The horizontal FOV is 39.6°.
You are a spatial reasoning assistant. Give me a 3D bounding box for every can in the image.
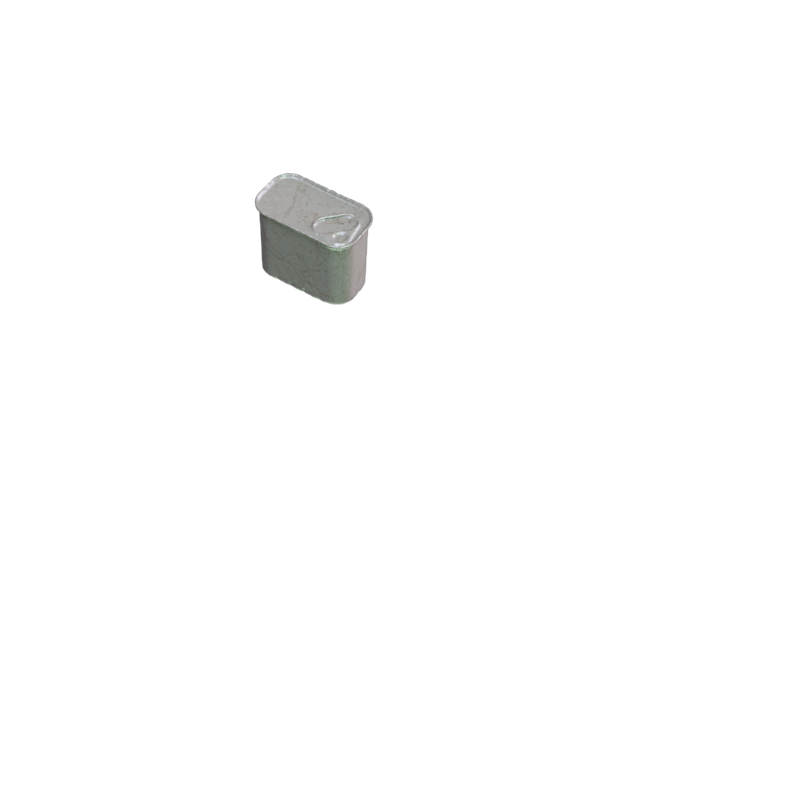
[{"bbox_3d":[-0.077,-0.140,0.981,0.106,0.059,0.078,28,-35,19],"label":"can"}]
